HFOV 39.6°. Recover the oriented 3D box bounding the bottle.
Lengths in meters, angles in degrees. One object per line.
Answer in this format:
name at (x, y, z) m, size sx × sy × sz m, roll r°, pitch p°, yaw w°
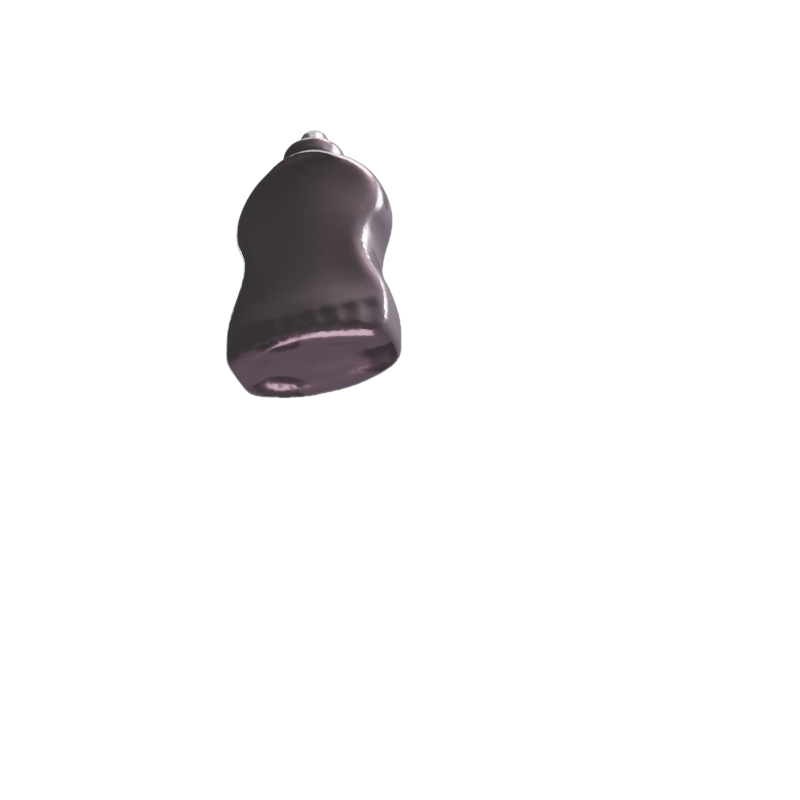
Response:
bottle at (-0.052, -0.095, 0.671) m, size 0.097 × 0.206 × 0.054 m, roll -16°, pitch -42°, yaw 14°
